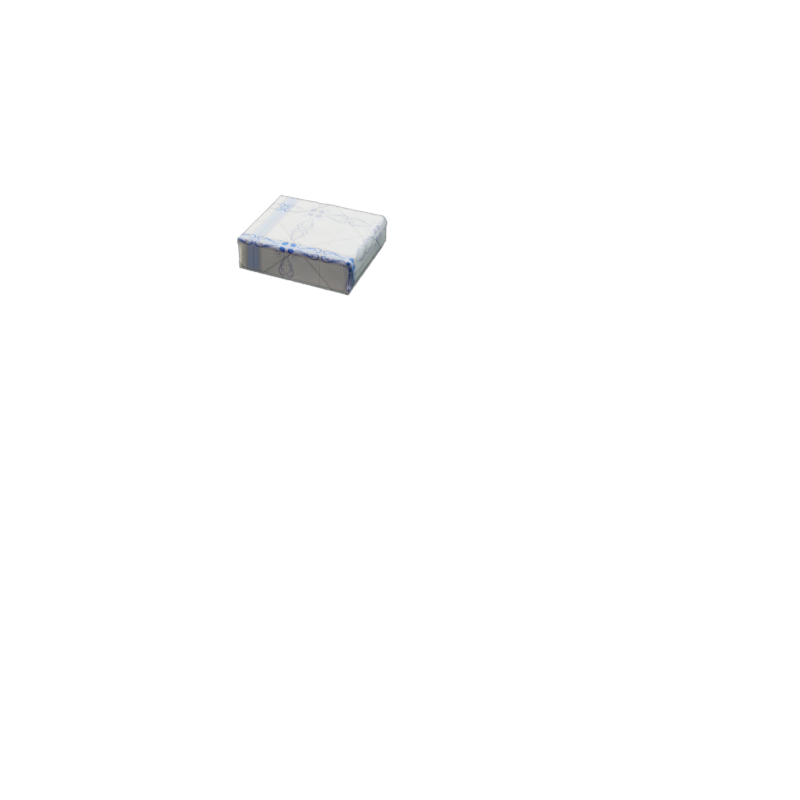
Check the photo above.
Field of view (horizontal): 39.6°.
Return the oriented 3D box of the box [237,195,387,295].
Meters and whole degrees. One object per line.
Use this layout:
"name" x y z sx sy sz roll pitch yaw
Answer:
"box" -0.063 -0.115 0.809 0.092 0.028 0.075 14 38 18
